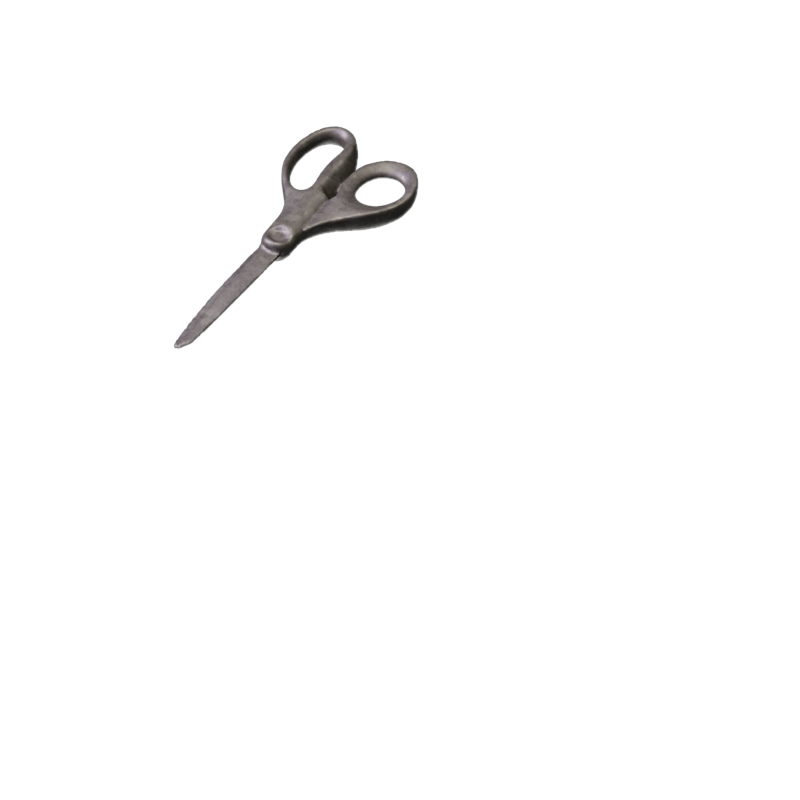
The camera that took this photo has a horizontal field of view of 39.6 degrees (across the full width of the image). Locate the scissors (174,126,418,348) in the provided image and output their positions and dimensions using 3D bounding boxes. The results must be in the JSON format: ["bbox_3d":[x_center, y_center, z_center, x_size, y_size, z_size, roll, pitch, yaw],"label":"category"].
[{"bbox_3d":[-0.052,-0.094,0.659,0.098,0.212,0.015,11,-40,10],"label":"scissors"}]
